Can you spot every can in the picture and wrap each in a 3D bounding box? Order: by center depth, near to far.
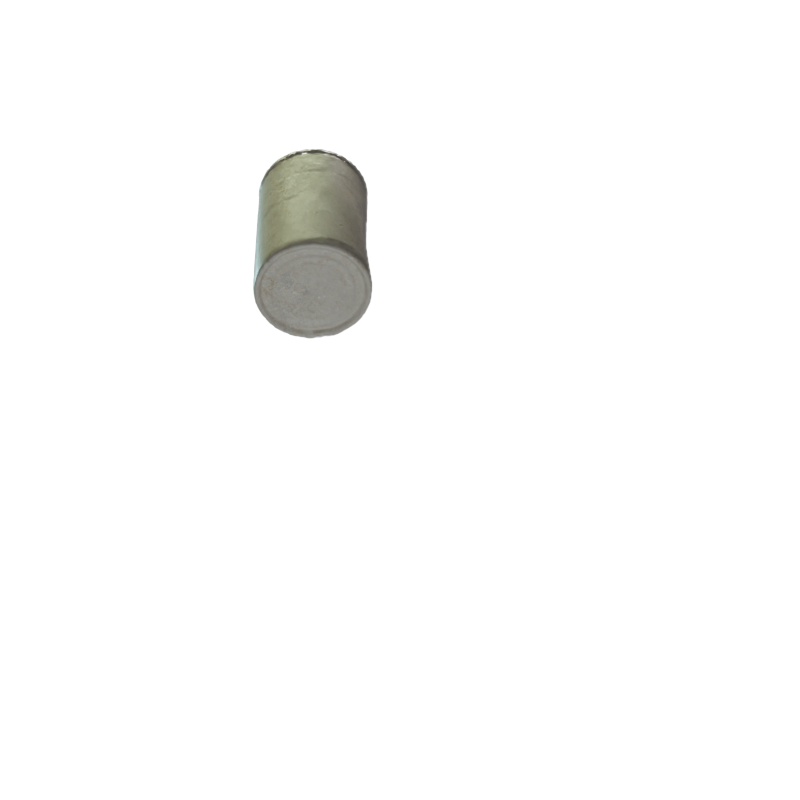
[{"bbox_3d":[-0.051,-0.093,0.650,0.068,0.064,0.109,-1,39,-3],"label":"can"}]
